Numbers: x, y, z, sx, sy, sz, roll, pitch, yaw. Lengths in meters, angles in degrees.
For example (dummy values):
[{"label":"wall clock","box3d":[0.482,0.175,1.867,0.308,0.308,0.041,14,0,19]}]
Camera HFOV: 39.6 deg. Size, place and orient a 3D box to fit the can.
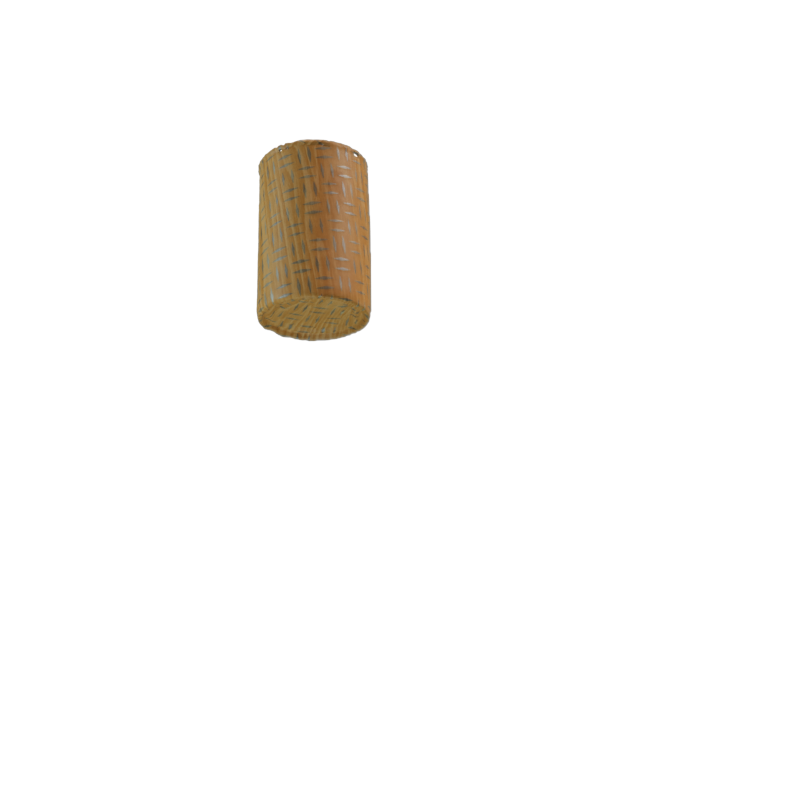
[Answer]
[{"label":"can","box3d":[-0.052,-0.094,0.661,0.068,0.108,0.065,0,-24,-2]}]
